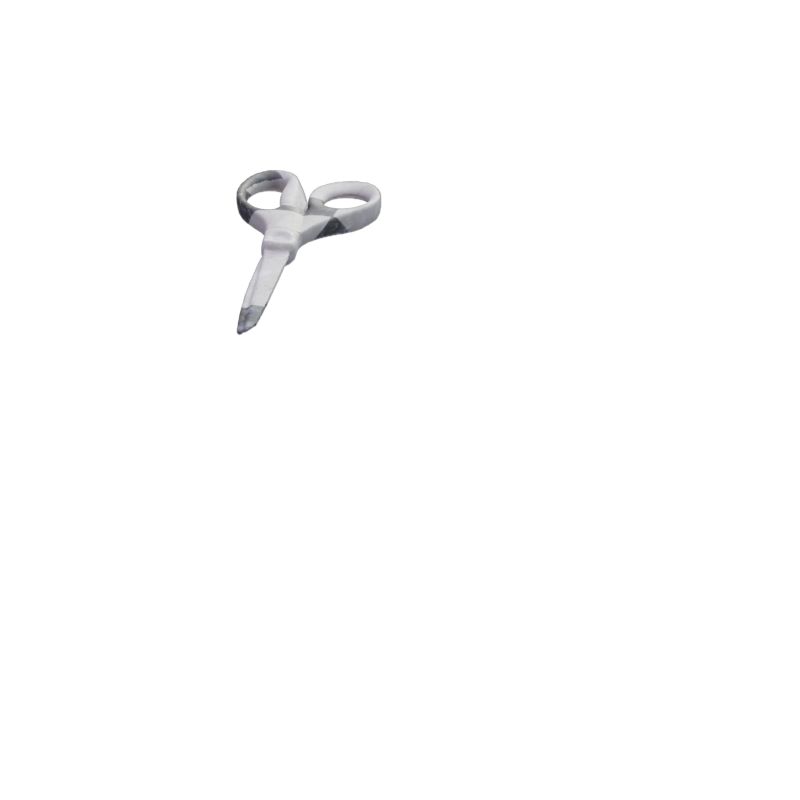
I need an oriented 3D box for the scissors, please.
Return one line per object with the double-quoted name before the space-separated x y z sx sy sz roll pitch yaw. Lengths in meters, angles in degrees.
"scissors" -0.048 -0.087 0.612 0.095 0.015 0.216 -5 31 -9
